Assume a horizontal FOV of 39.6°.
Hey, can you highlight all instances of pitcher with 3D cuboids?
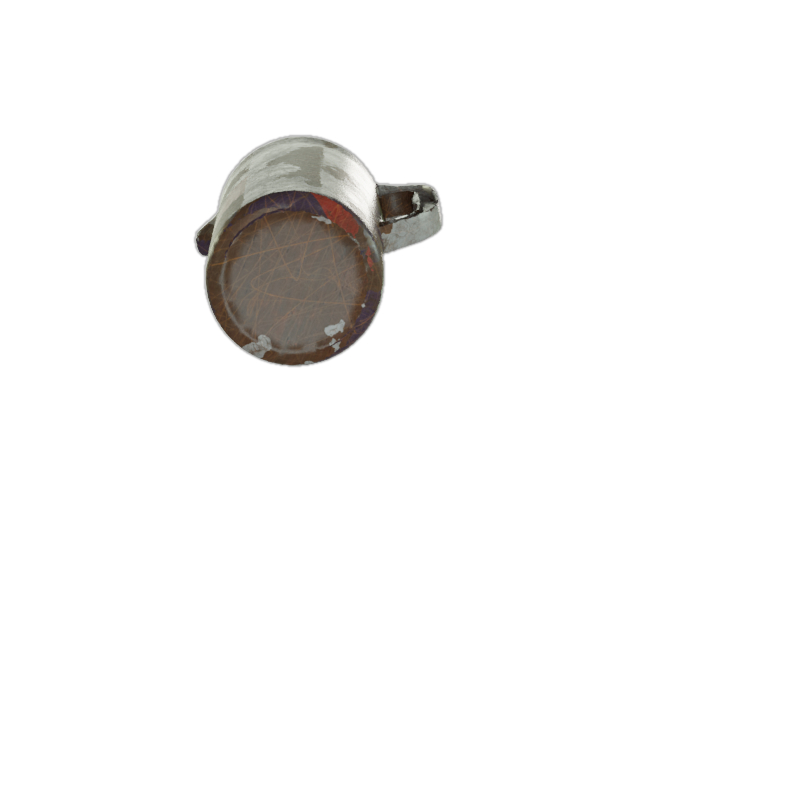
[{"bbox_3d":[-0.060,-0.110,0.771,0.142,0.147,0.252,34,12,-12],"label":"pitcher"}]
